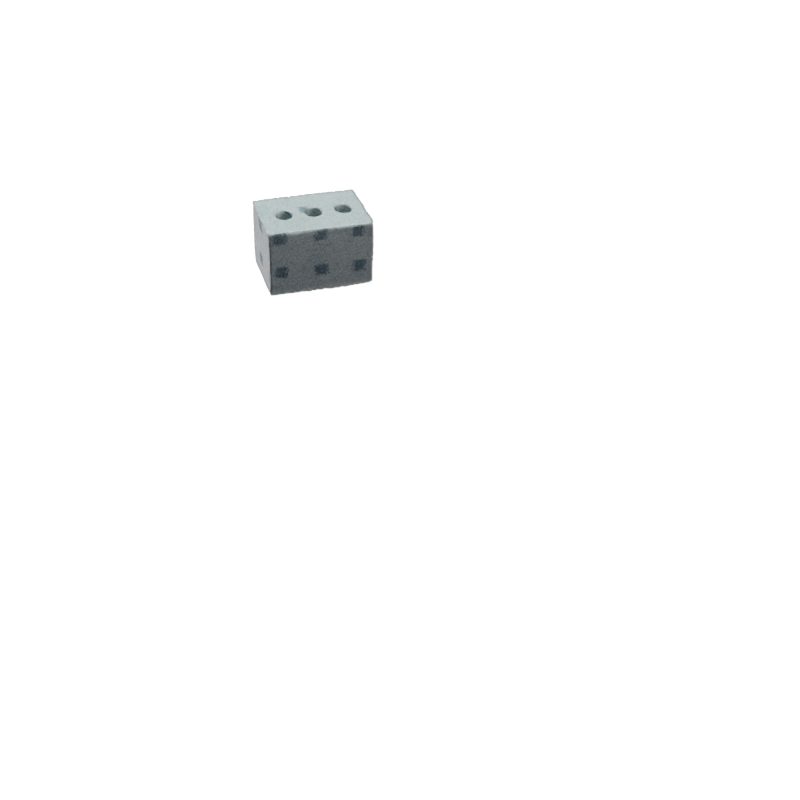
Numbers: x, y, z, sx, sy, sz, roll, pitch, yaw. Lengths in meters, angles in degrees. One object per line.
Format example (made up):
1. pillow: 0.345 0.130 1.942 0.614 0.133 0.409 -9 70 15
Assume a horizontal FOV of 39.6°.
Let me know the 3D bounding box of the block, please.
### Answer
1. block: -0.062 -0.114 0.797 0.077 0.048 0.057 -9 35 -14
